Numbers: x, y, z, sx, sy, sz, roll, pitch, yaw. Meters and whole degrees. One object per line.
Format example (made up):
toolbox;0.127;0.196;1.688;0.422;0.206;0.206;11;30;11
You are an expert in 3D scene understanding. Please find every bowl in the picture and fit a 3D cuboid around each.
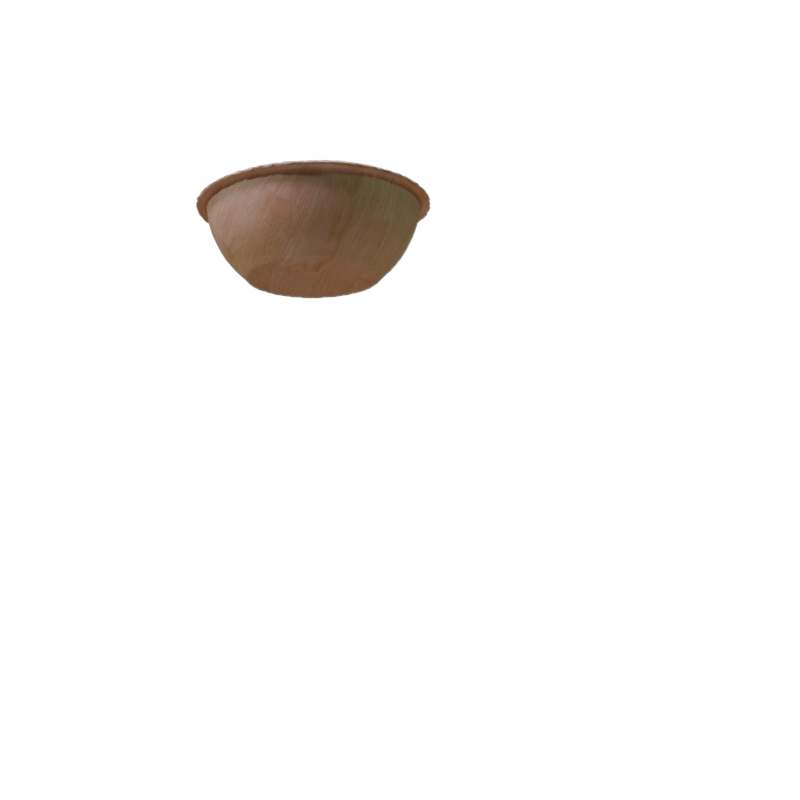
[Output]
bowl;-0.059;-0.108;0.760;0.162;0.057;0.156;0;-13;-2
